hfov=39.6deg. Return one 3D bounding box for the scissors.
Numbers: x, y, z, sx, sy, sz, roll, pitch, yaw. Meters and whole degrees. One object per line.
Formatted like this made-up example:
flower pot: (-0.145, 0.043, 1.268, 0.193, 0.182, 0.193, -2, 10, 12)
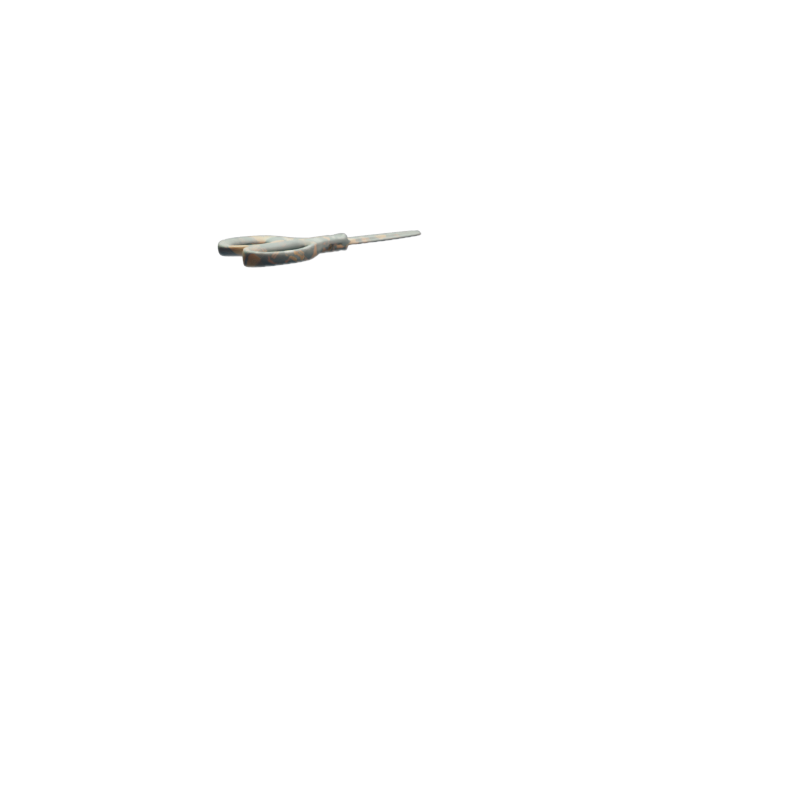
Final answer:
scissors: (-0.076, -0.138, 0.968, 0.101, 0.015, 0.198, 11, 20, 34)
